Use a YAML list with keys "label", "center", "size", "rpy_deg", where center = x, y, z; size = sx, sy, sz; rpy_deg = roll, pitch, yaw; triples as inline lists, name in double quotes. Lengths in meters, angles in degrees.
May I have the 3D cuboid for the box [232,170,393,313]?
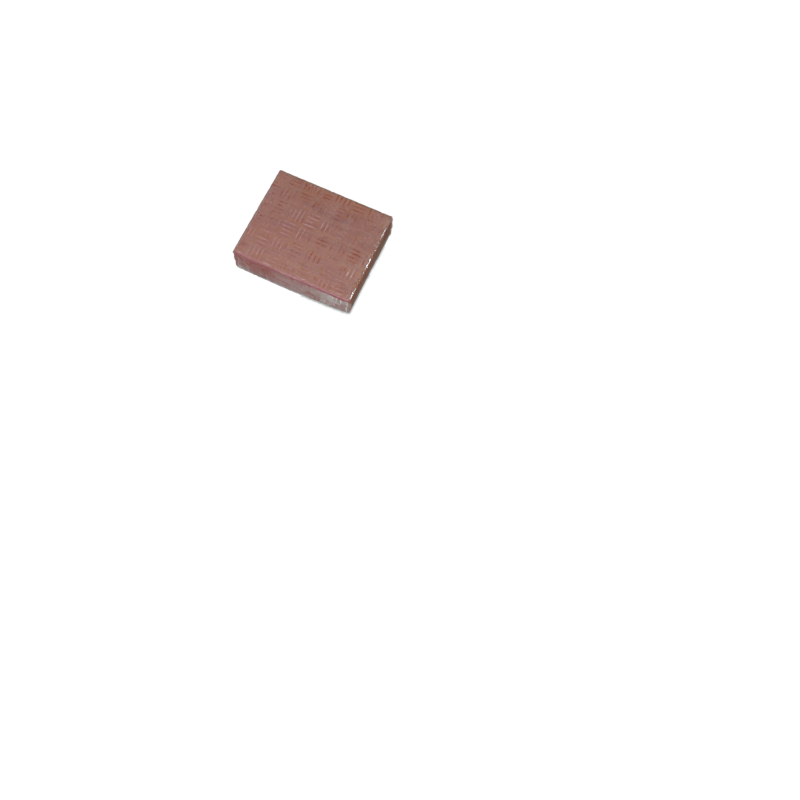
- label: "box"
  center: [-0.075, -0.137, 0.960]
  size: [0.116, 0.093, 0.037]
  rpy_deg: [24, -21, 9]
